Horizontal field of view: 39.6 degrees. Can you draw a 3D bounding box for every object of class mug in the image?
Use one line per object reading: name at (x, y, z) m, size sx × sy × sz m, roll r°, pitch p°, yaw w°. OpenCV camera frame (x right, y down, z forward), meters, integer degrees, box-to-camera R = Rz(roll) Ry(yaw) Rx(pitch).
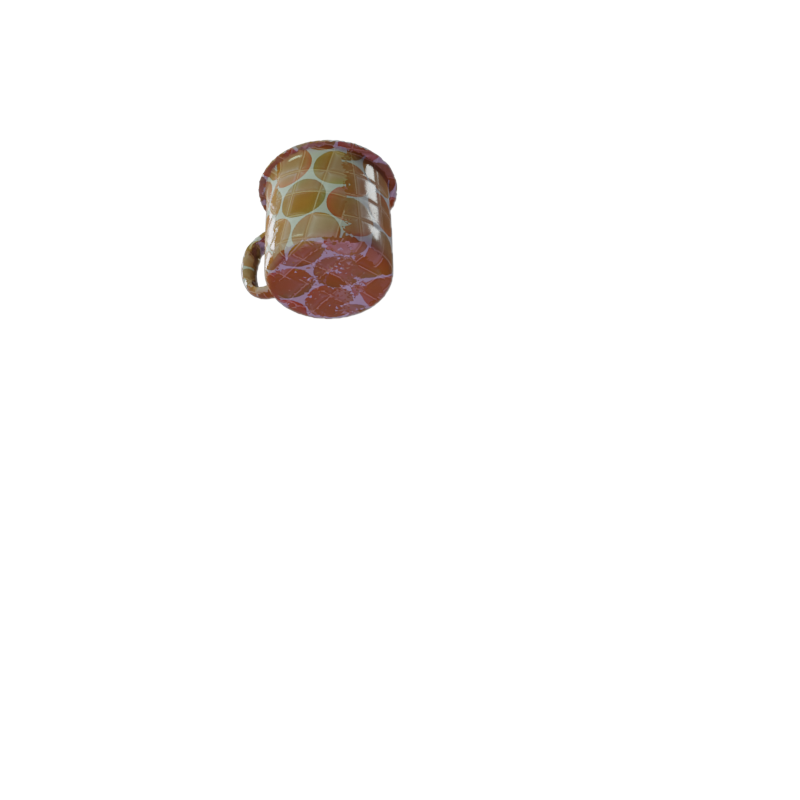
mug at (-0.057, -0.103, 0.722) m, size 0.118 × 0.087 × 0.086 m, roll -23°, pitch -43°, yaw 24°
